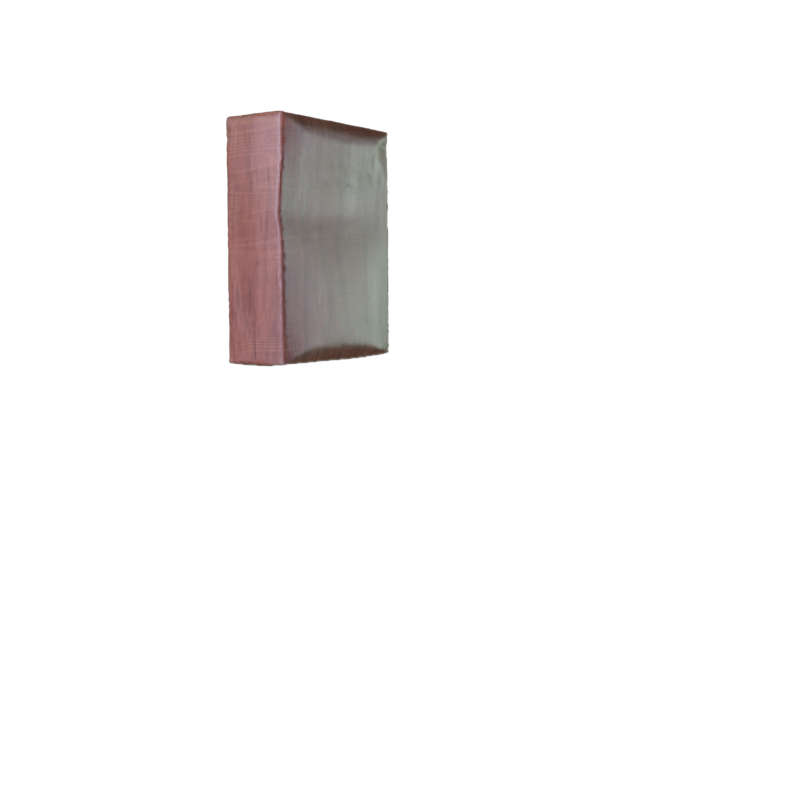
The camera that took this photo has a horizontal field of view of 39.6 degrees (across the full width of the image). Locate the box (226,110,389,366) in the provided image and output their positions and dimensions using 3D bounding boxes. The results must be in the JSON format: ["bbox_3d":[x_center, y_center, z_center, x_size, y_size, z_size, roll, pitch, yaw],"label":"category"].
[{"bbox_3d":[-0.078,-0.142,0.994,0.074,0.215,0.158,-1,0,35],"label":"box"}]
